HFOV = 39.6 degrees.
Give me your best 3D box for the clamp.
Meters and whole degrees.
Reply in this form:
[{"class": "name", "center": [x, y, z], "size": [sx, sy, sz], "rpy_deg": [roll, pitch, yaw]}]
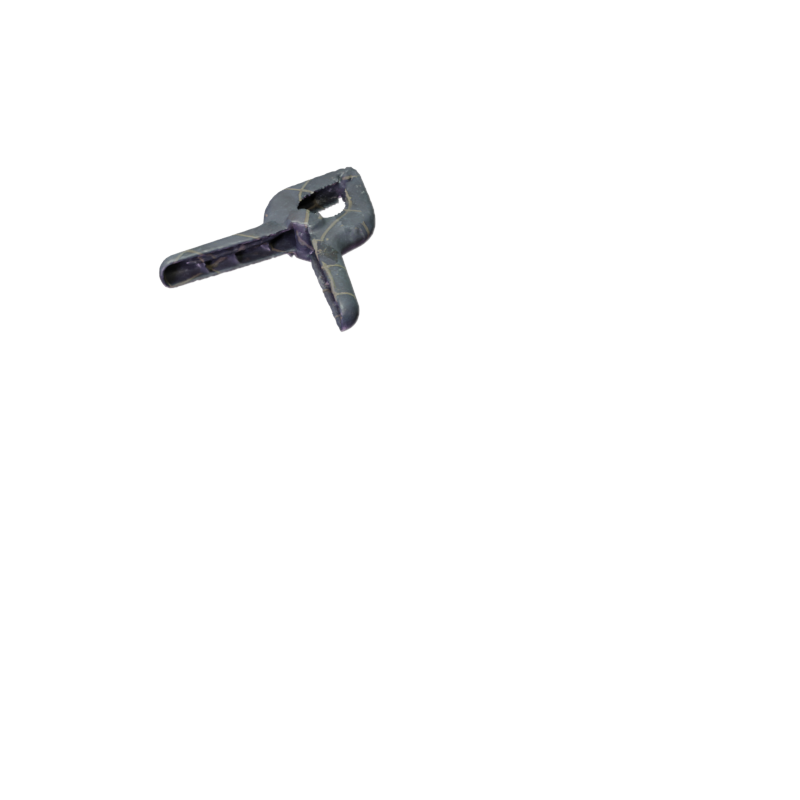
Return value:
[{"class": "clamp", "center": [-0.070, -0.128, 0.899], "size": [0.172, 0.034, 0.215], "rpy_deg": [19, 41, 22]}]
